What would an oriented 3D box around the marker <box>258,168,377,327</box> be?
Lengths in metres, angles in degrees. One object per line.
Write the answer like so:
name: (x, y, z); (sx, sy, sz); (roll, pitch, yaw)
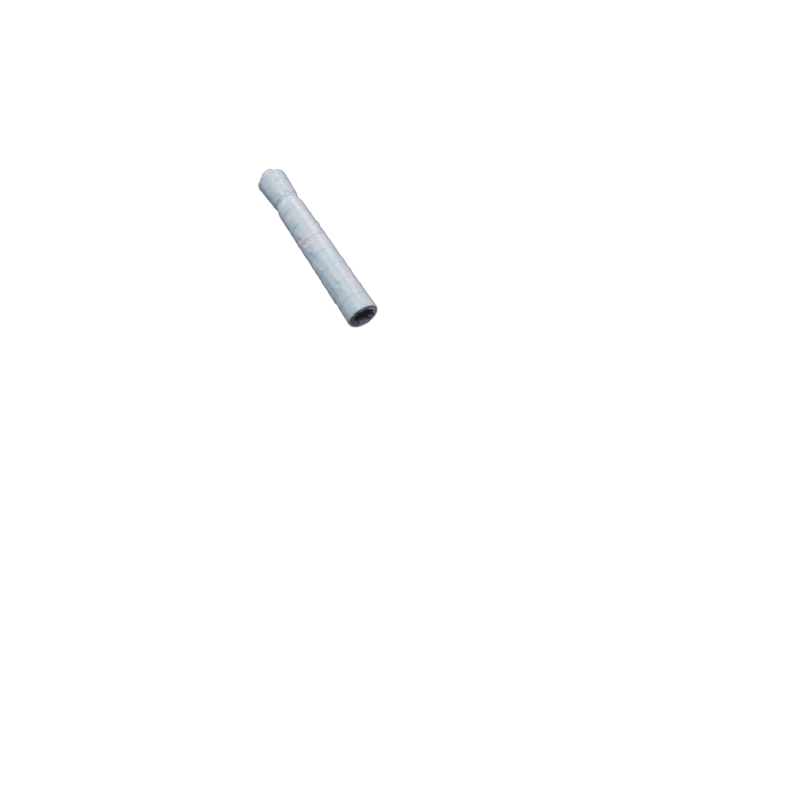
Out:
marker: (-0.051, -0.093, 0.652); (0.019, 0.130, 0.019); (-2, -43, -41)
